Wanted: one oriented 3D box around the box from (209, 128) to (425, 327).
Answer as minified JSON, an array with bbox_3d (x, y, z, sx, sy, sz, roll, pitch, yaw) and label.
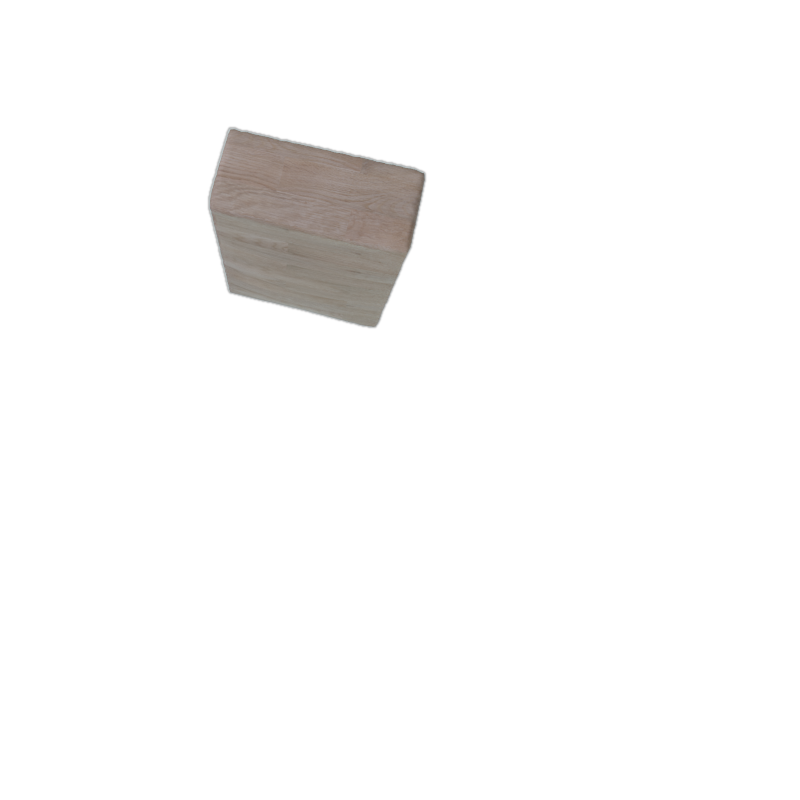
[{"bbox_3d":[-0.045,-0.081,0.569,0.093,0.049,0.173,13,-6,-2],"label":"box"}]
